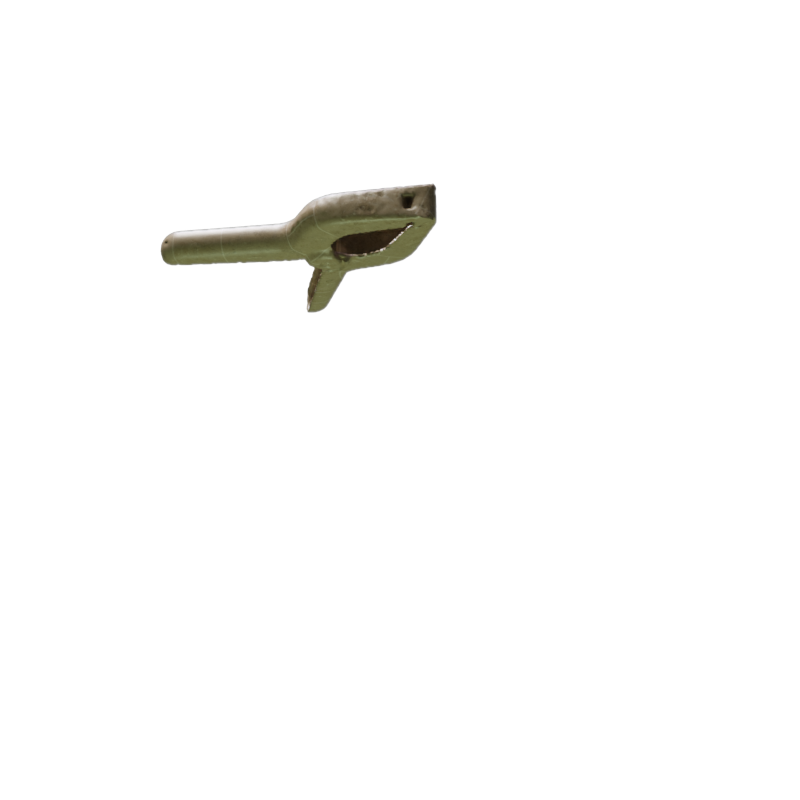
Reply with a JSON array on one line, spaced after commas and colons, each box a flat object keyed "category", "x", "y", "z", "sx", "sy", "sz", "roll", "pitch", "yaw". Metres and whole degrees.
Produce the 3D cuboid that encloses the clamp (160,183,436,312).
[{"category": "clamp", "x": -0.064, "y": -0.116, "z": 0.814, "sx": 0.156, "sy": 0.038, "sz": 0.212, "roll": 13, "pitch": -20, "yaw": -38}]
